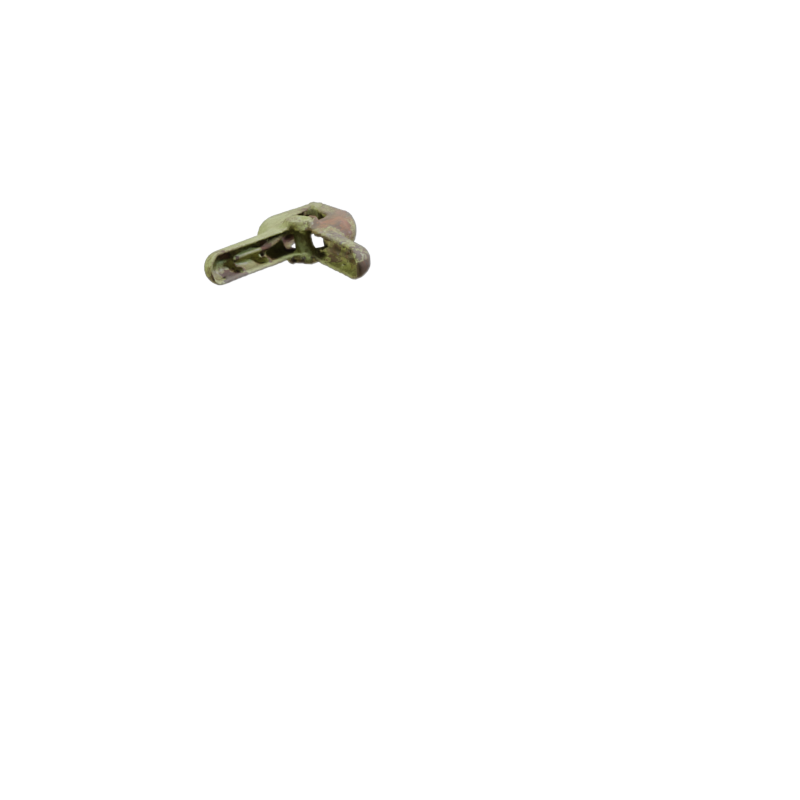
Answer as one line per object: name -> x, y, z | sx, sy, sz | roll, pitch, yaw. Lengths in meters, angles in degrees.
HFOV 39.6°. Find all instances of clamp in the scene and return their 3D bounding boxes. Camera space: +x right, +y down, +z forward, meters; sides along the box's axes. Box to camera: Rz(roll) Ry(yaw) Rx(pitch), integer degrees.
clamp -> -0.067, -0.122, 0.857 | 0.123, 0.037, 0.176 | 6, 25, 13
